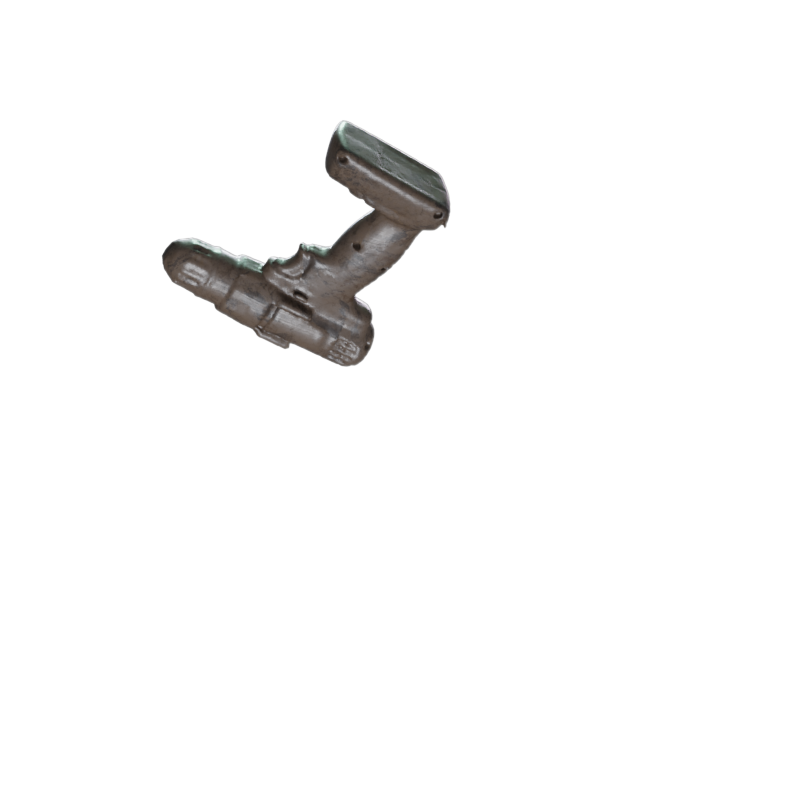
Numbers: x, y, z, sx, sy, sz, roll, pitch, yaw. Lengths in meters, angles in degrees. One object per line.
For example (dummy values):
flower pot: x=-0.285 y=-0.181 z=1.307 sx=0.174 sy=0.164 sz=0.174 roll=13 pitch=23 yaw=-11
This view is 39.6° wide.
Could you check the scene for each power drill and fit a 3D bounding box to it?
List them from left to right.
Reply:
power drill: x=-0.066 y=-0.121 z=0.848 sx=0.177 sy=0.062 sz=0.183 roll=26 pitch=-54 yaw=-21
